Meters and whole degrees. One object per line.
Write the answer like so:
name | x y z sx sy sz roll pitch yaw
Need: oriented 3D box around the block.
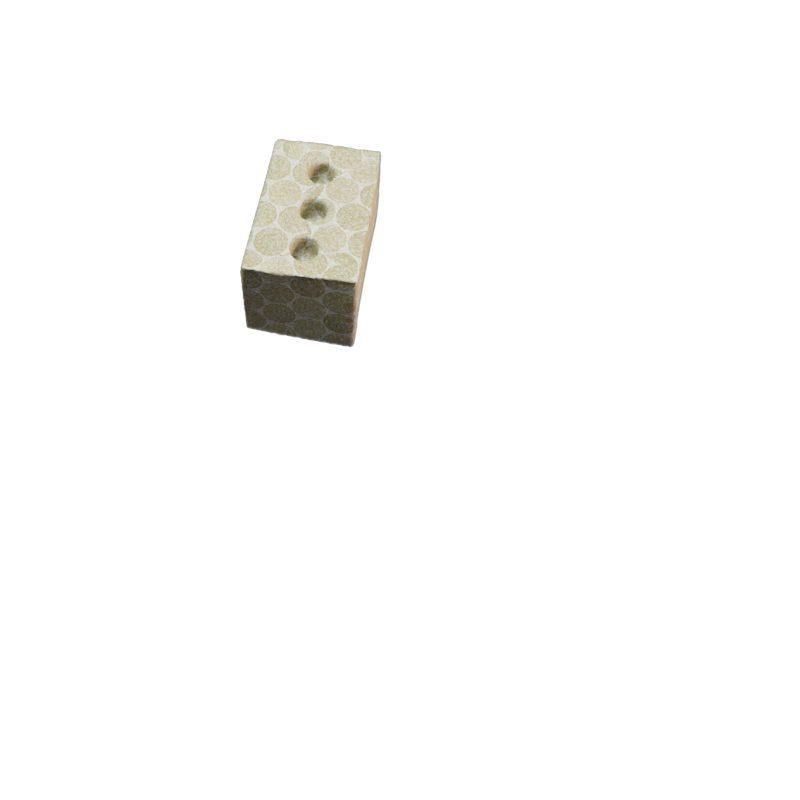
block | -0.040 -0.074 0.517 0.053 0.083 0.048 7 -33 3
